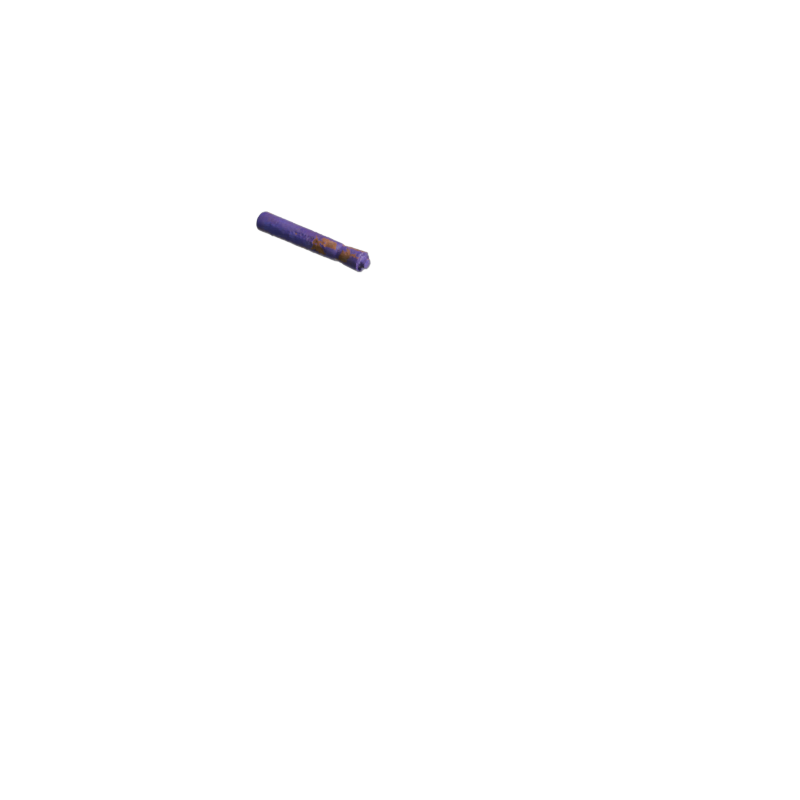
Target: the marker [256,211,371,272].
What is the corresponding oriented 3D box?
[{"bbox_3d":[-0.076,-0.139,0.976,0.128,0.019,0.019,26,17,32],"label":"marker"}]
